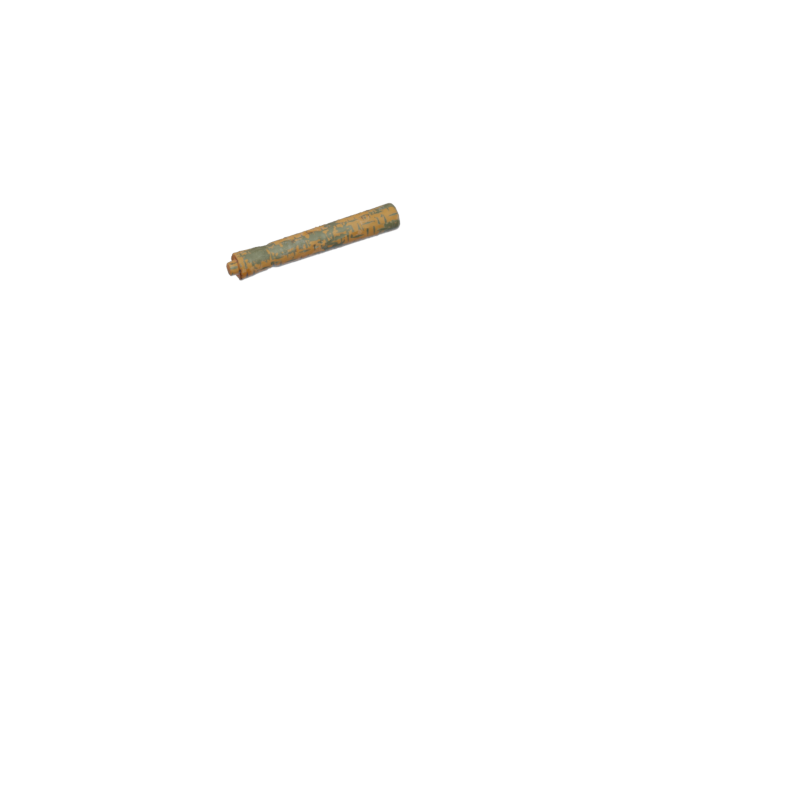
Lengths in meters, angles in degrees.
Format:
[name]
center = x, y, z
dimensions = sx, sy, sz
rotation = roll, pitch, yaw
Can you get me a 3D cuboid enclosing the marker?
[marker]
center = -0.057, -0.104, 0.730
dimensions = 0.120, 0.019, 0.020
rotation = -21, 11, -18
